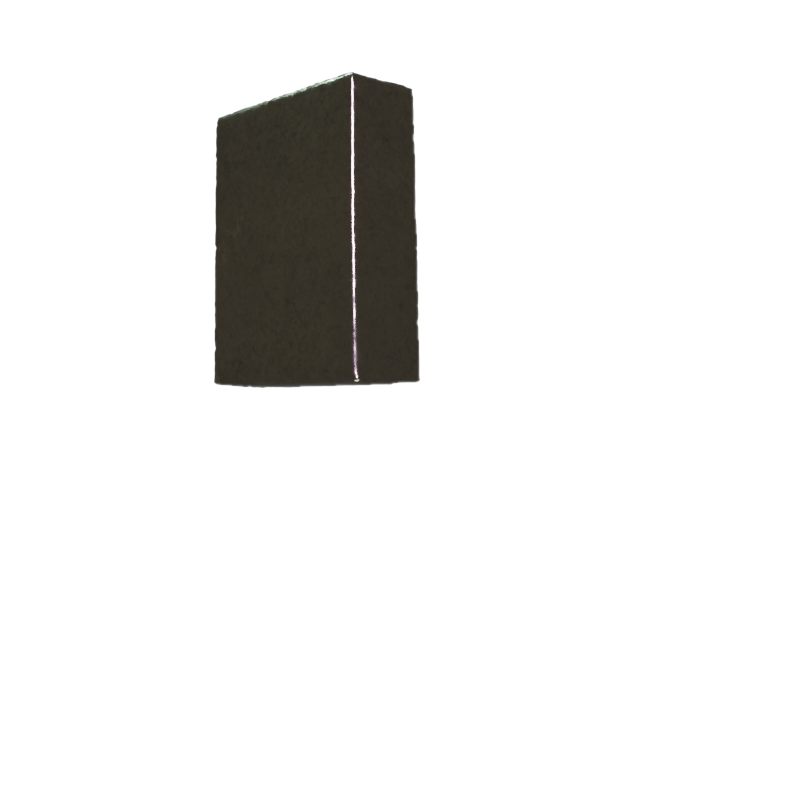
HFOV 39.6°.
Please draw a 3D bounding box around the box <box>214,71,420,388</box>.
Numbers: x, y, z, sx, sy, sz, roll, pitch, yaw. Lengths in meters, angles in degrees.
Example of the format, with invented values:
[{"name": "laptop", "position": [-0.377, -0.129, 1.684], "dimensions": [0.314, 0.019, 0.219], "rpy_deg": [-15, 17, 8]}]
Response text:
[{"name": "box", "position": [-0.065, -0.118, 0.827], "dimensions": [0.068, 0.218, 0.169], "rpy_deg": [7, -9, -43]}]
